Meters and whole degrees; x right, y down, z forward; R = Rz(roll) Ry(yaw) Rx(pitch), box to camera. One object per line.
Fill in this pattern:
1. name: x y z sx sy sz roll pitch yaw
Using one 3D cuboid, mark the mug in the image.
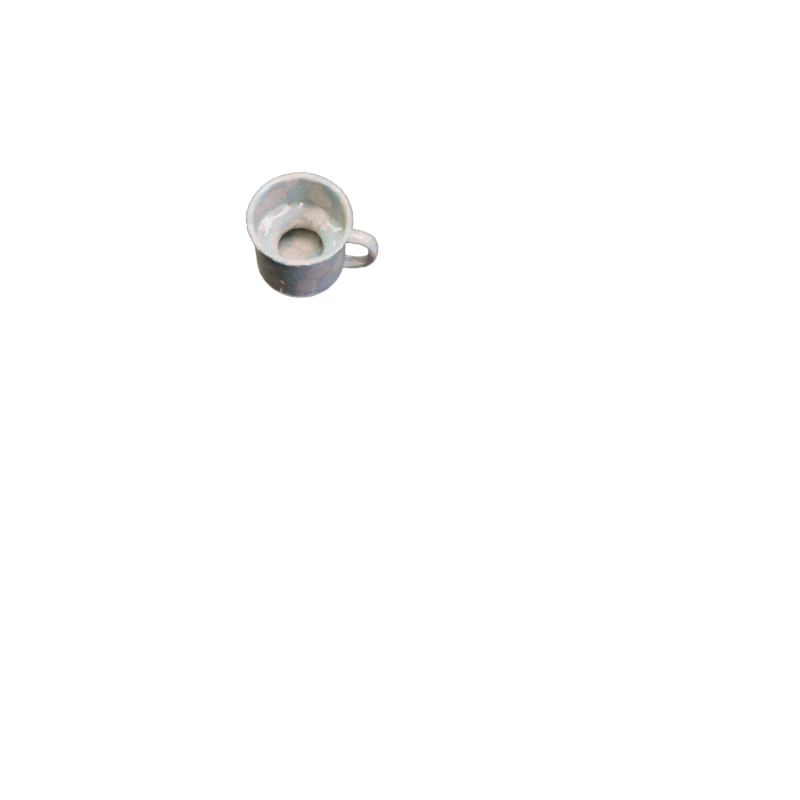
1. mug: -0.077 -0.141 0.989 0.118 0.098 0.077 8 -25 3
